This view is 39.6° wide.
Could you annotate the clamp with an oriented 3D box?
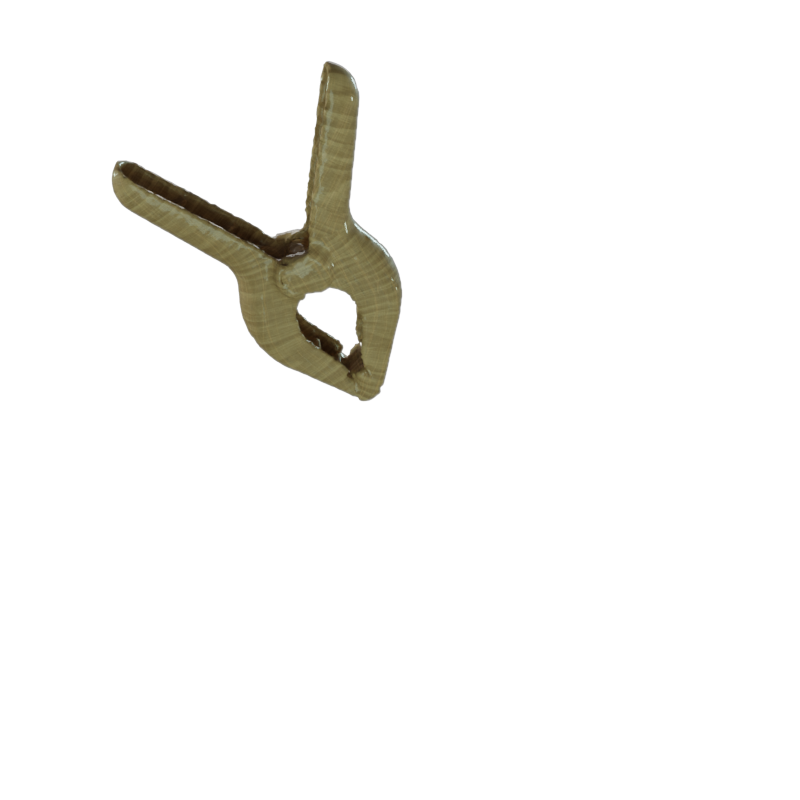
[{"bbox_3d":[-0.041,-0.076,0.529,0.120,0.160,0.042,-28,31,18],"label":"clamp"}]
